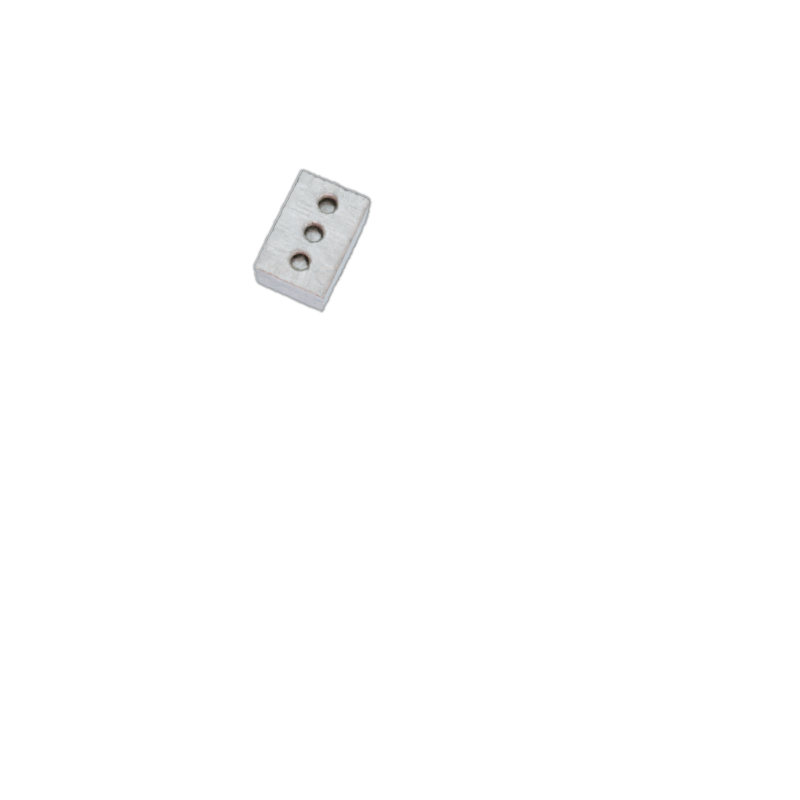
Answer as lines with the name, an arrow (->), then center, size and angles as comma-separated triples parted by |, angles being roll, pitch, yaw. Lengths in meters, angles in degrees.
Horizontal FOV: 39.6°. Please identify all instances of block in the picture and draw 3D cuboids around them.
block -> -0.059, -0.108, 0.758 | 0.053, 0.080, 0.050 | 23, -13, 3
